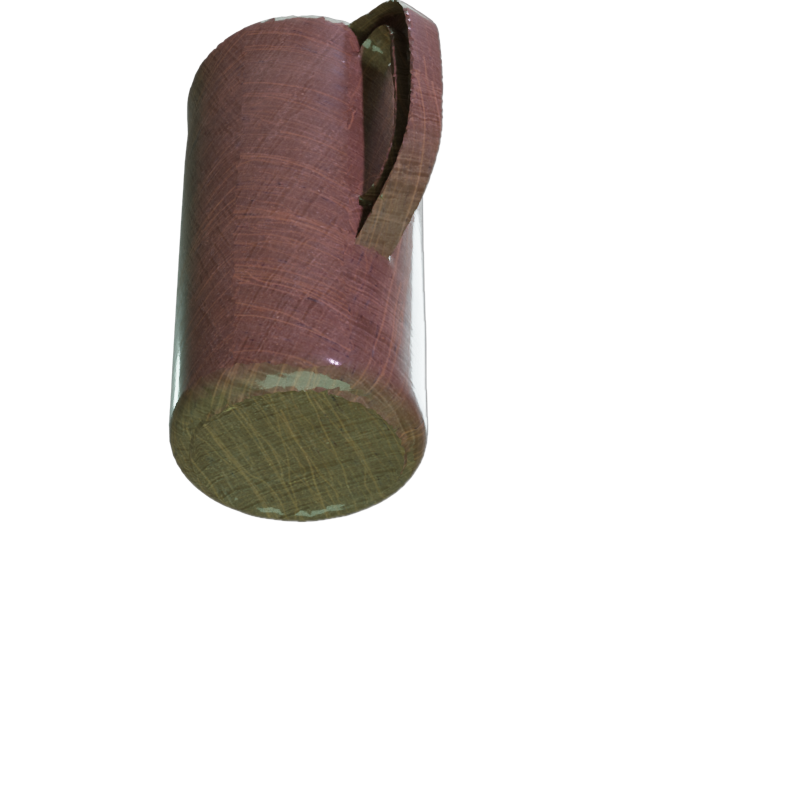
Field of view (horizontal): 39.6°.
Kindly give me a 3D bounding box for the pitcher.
[{"bbox_3d":[-0.042,-0.076,0.534,0.146,0.261,0.138,-7,-44,4],"label":"pitcher"}]
